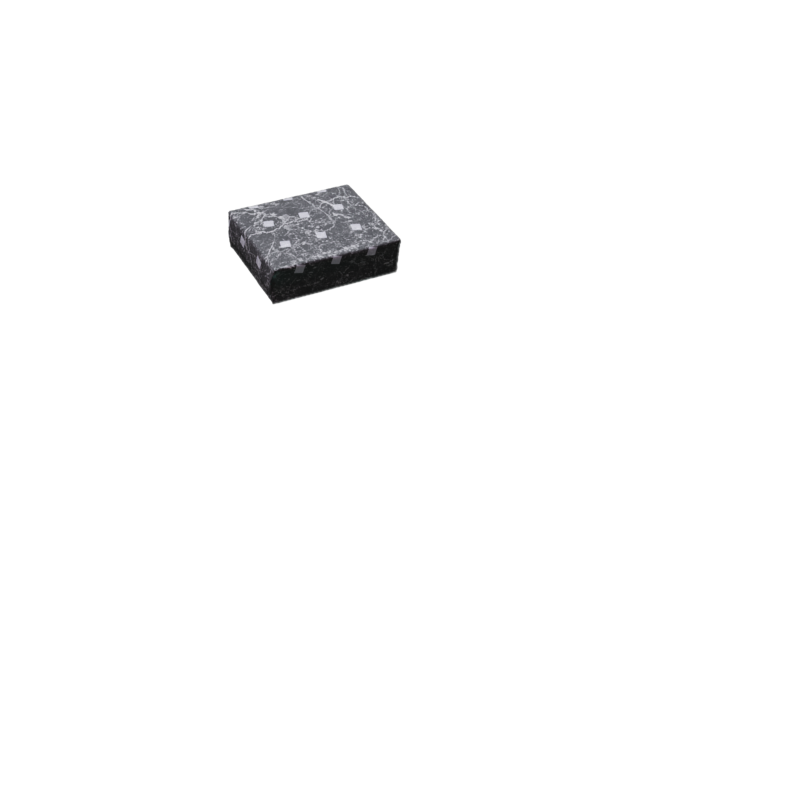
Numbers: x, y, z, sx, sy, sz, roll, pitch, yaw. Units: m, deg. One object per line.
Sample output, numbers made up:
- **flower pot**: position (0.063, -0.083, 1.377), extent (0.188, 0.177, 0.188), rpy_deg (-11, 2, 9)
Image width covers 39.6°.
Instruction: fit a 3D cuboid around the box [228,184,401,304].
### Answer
- **box**: position (-0.069, -0.127, 0.886), extent (0.112, 0.036, 0.097), rpy_deg (-19, 43, -22)
